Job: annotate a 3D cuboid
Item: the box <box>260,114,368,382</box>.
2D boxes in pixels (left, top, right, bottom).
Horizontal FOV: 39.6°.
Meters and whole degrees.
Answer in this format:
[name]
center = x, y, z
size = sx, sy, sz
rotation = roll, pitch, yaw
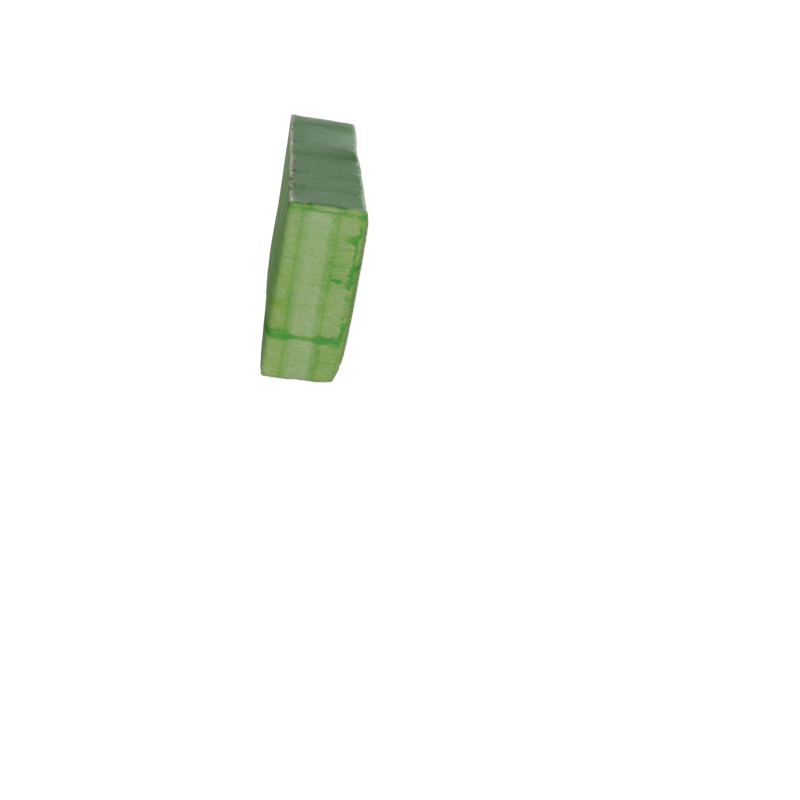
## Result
[box]
center = -0.077, -0.141, 0.989
size = 0.071, 0.156, 0.227
rotation = 8, 29, -9
